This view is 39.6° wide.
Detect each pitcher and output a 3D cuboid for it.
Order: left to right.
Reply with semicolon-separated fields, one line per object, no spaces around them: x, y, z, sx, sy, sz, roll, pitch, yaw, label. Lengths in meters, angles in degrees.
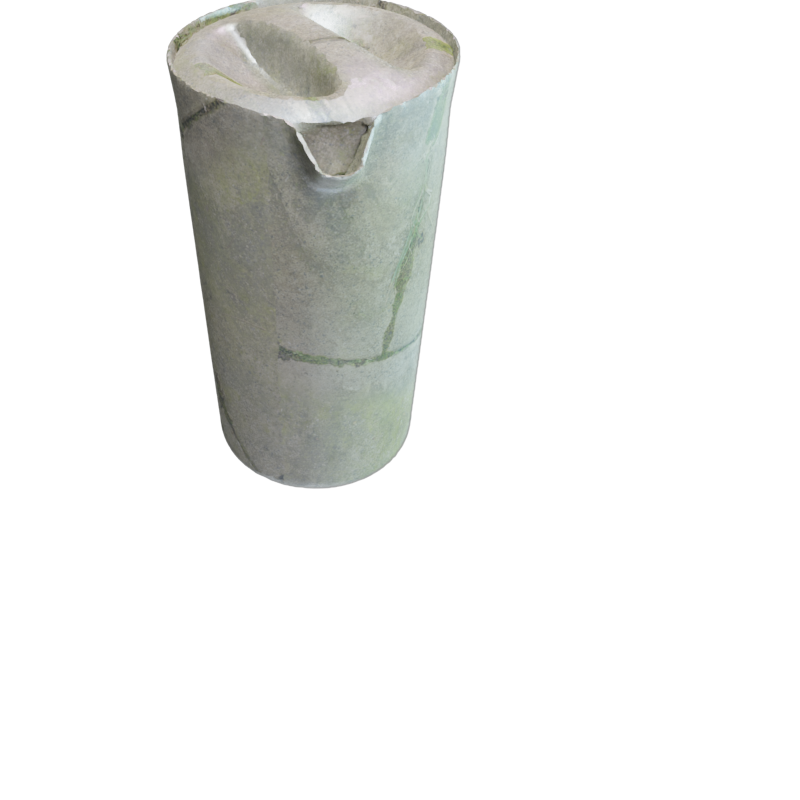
-0.045;-0.082;0.576;0.153;0.227;0.151;24;43;25;pitcher
